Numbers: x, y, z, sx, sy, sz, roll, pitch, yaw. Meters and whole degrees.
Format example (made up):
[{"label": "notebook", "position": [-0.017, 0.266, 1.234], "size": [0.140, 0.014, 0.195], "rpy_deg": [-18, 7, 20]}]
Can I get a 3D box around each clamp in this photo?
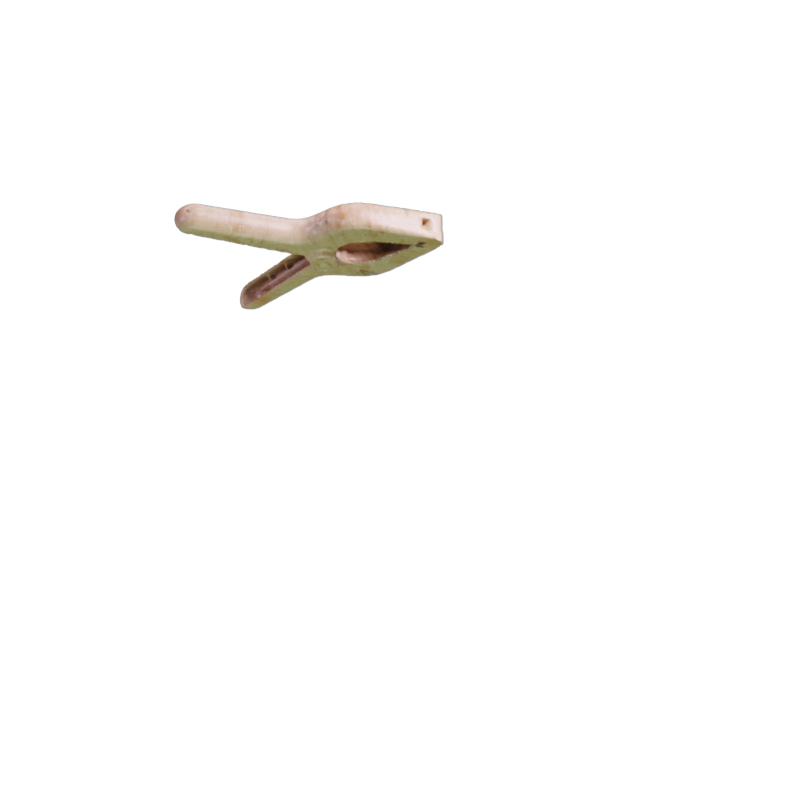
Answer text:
[{"label": "clamp", "position": [-0.072, -0.130, 0.914], "size": [0.213, 0.038, 0.153], "rpy_deg": [-8, -23, 20]}]
